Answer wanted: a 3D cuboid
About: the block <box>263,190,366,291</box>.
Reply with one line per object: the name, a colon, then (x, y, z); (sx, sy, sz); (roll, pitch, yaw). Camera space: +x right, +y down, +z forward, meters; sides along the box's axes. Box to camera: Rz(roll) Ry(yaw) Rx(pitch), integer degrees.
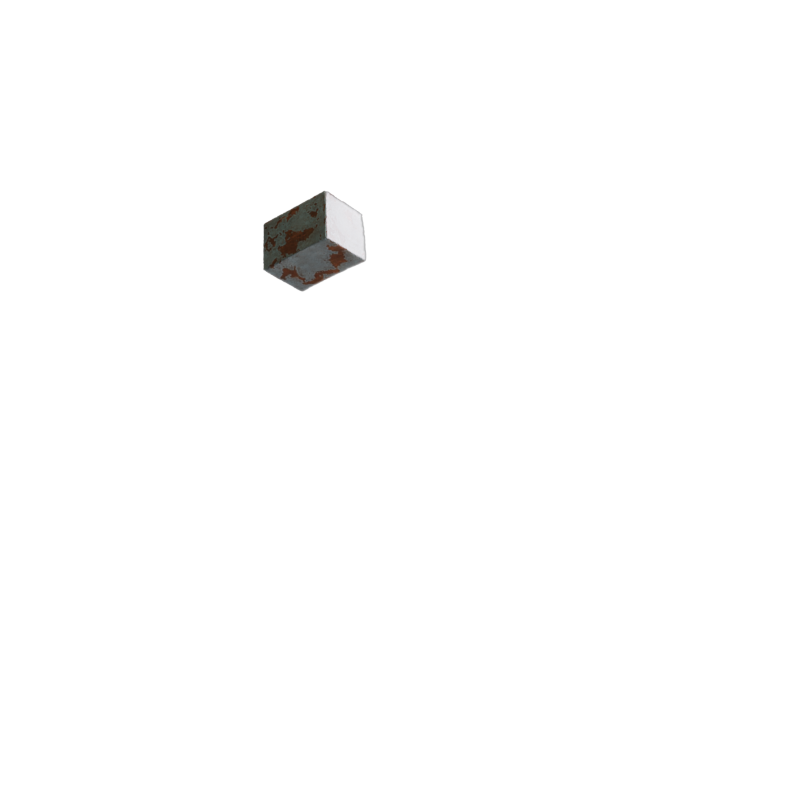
block: (-0.076, -0.139, 0.975); (0.078, 0.055, 0.049); (-22, -36, 34)
